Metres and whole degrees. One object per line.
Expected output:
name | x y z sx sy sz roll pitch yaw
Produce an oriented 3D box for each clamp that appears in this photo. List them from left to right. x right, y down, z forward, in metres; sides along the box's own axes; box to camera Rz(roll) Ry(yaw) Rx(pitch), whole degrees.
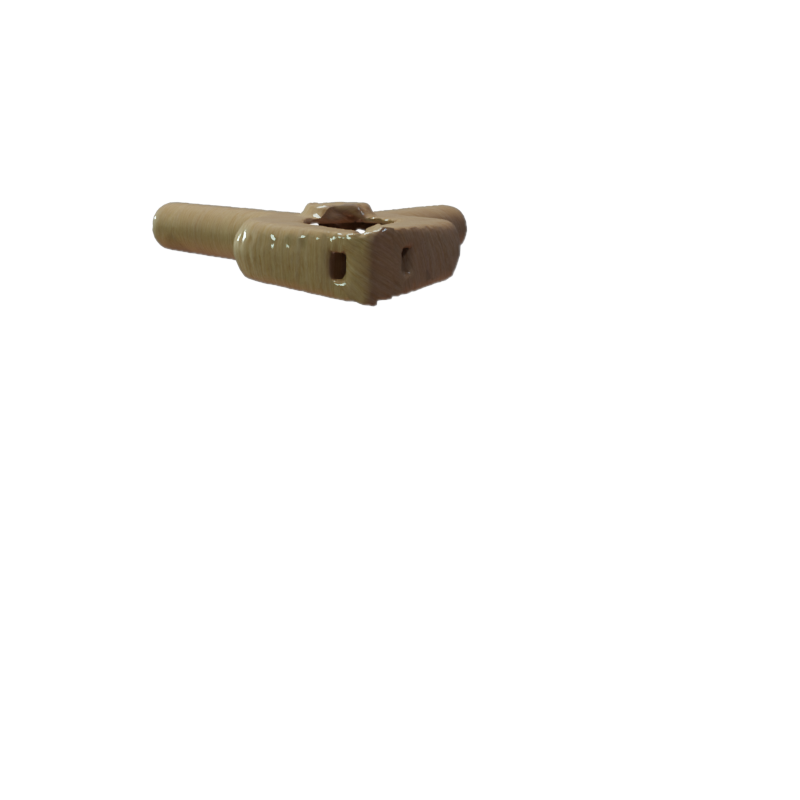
clamp | -0.039 -0.071 0.499 0.164 0.036 0.215 -1 13 -3
